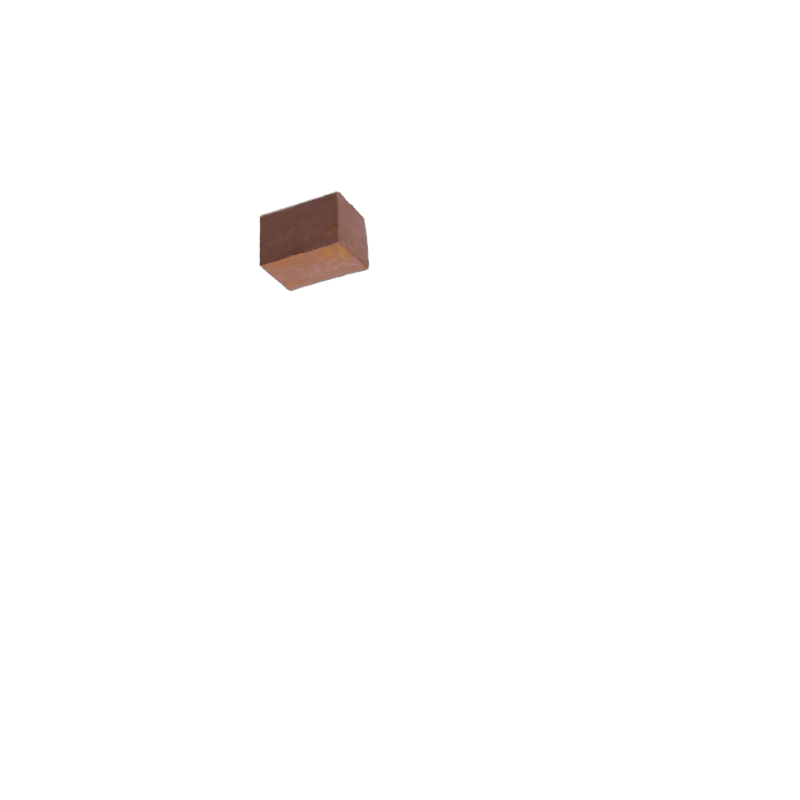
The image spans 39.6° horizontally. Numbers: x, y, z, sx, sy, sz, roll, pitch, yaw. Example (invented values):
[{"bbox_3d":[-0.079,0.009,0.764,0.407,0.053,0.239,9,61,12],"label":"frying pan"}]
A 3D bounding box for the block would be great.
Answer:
[{"bbox_3d":[-0.072,-0.132,0.924,0.079,0.054,0.049,-13,-30,23],"label":"block"}]
